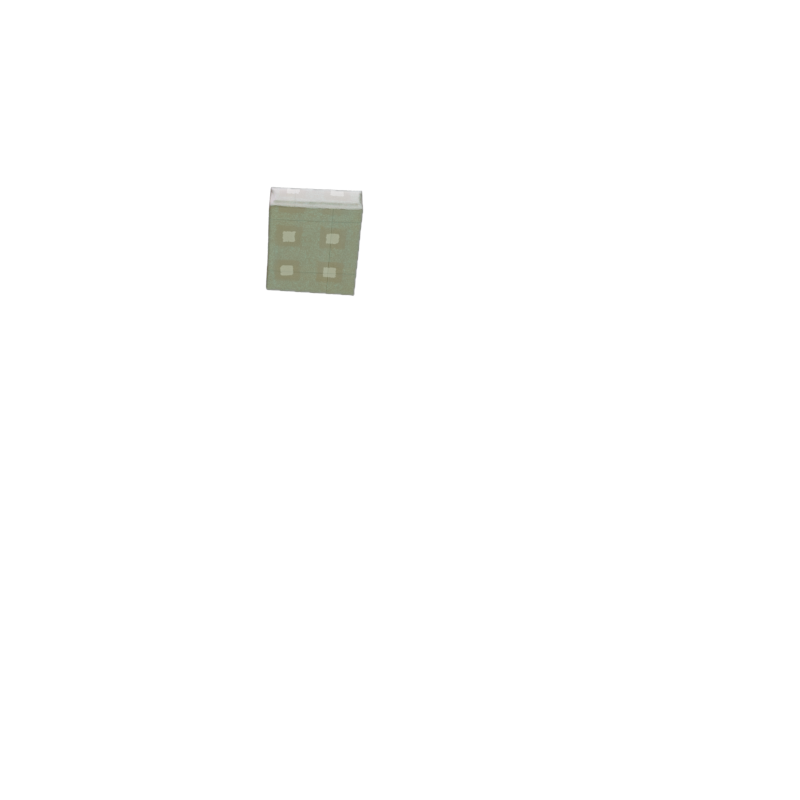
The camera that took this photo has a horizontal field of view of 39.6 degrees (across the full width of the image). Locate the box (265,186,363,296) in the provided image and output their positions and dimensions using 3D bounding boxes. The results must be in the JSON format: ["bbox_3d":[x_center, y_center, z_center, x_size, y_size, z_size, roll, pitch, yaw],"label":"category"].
[{"bbox_3d":[-0.070,-0.127,0.888,0.073,0.084,0.032,3,41,-4],"label":"box"}]
